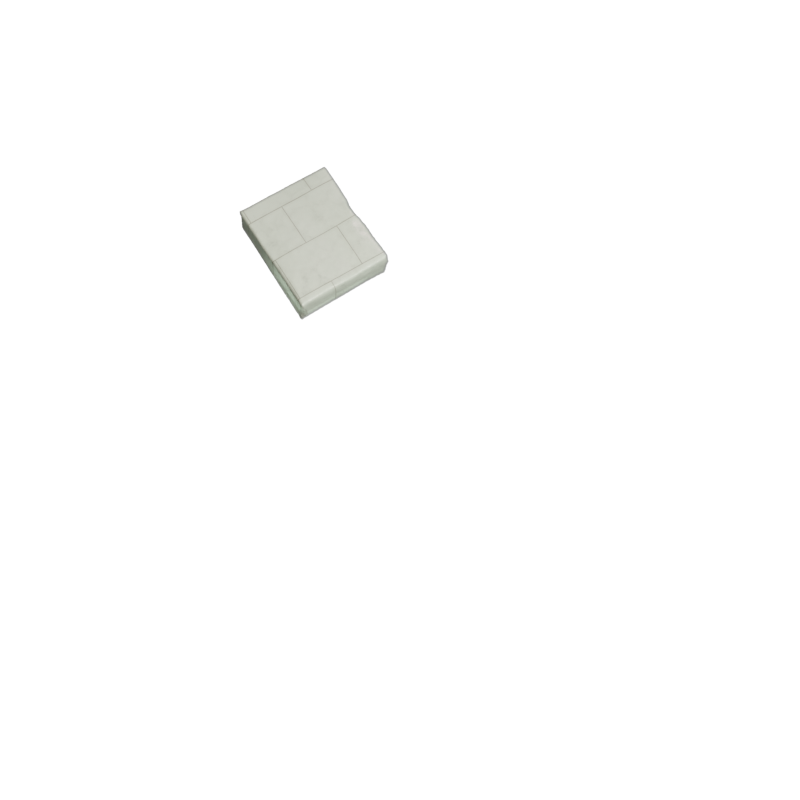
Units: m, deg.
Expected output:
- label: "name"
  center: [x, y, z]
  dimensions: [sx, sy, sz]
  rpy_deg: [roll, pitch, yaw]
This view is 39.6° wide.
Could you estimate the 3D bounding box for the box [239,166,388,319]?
- label: "box"
  center: [-0.063, -0.114, 0.802]
  dimensions: [0.073, 0.094, 0.029]
  rpy_deg: [-30, -20, -12]
